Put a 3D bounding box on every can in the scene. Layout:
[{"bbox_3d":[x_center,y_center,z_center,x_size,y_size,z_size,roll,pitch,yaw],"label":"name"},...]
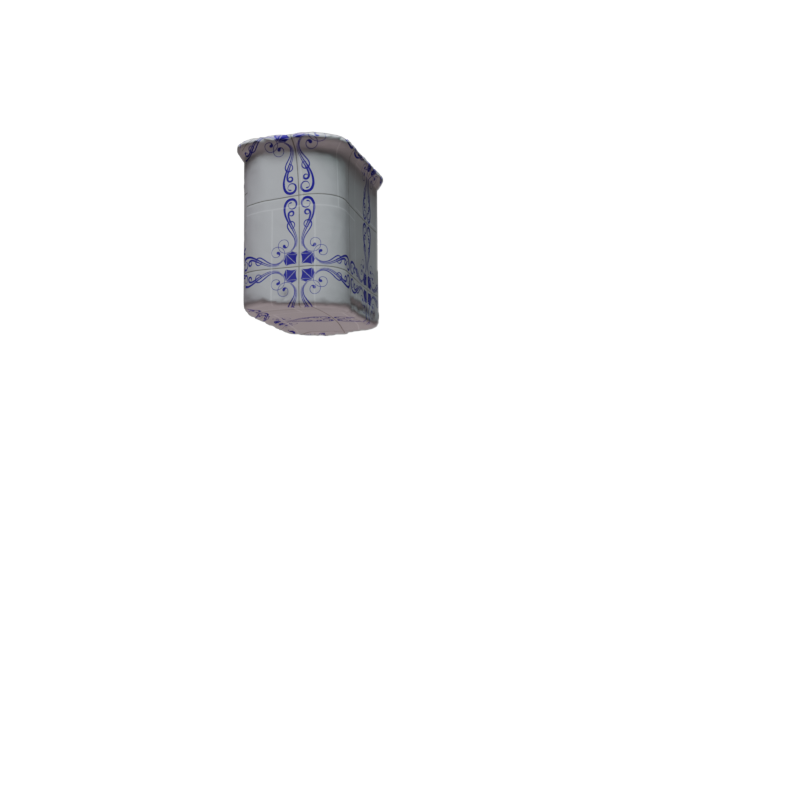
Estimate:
[{"bbox_3d":[-0.044,-0.081,0.566,0.058,0.086,0.098,-3,-9,14],"label":"can"}]
